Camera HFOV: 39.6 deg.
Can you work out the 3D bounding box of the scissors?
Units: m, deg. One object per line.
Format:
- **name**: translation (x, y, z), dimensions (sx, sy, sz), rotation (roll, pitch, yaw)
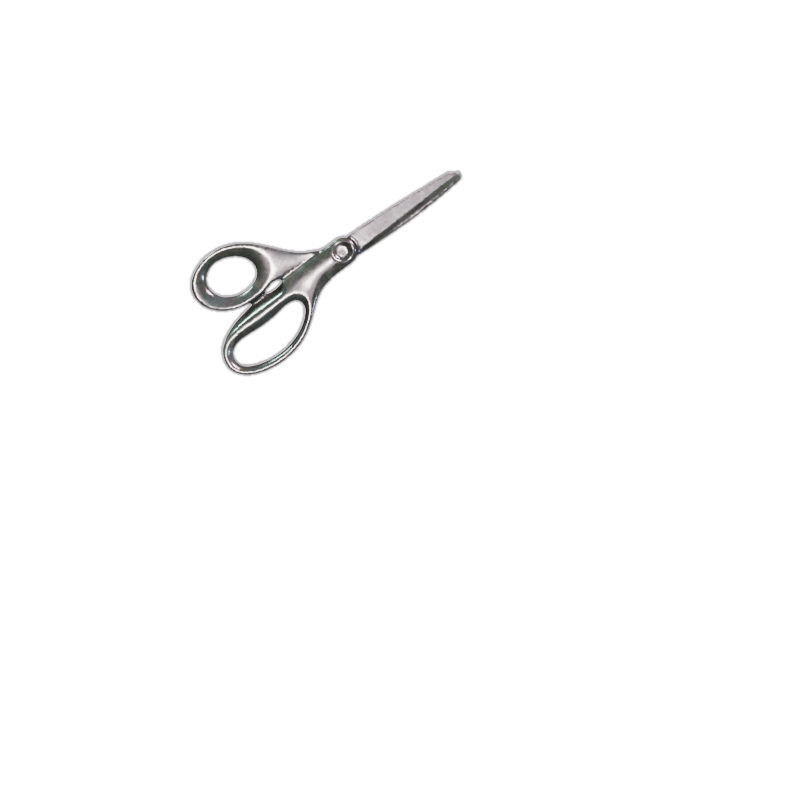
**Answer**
- **scissors**: translation (-0.059, -0.107, 0.749), dimensions (0.097, 0.203, 0.015), rotation (40, -6, 5)
